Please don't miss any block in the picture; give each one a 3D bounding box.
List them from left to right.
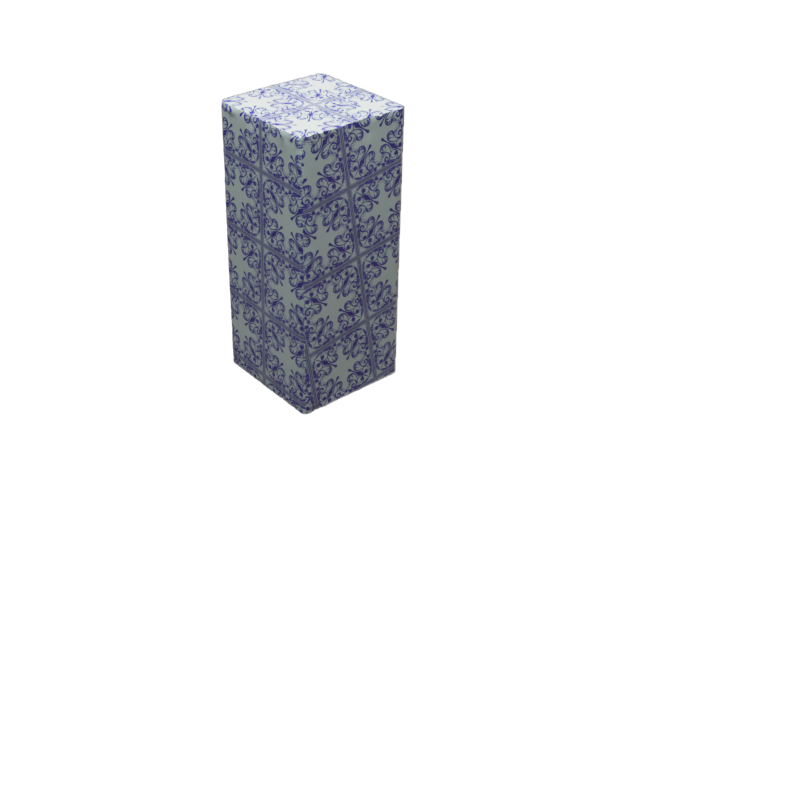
[{"bbox_3d":[-0.061,-0.110,0.770,0.089,0.194,0.097,-22,38,-35],"label":"block"}]
